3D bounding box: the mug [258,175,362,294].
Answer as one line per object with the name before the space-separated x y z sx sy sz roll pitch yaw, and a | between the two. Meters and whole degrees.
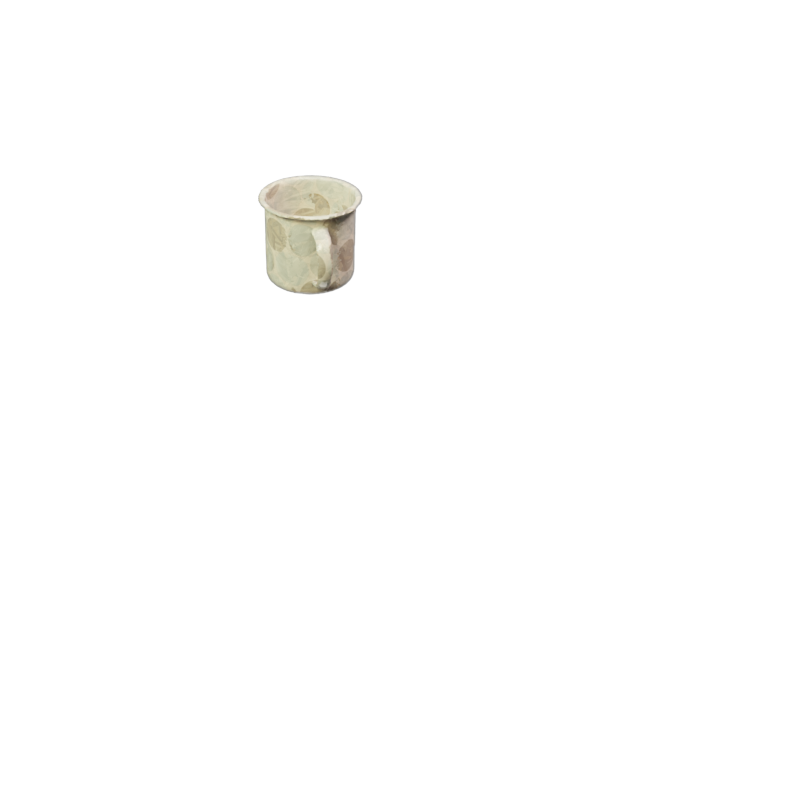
mug | -0.078 -0.143 0.998 0.092 0.077 0.126 -8 33 -14
